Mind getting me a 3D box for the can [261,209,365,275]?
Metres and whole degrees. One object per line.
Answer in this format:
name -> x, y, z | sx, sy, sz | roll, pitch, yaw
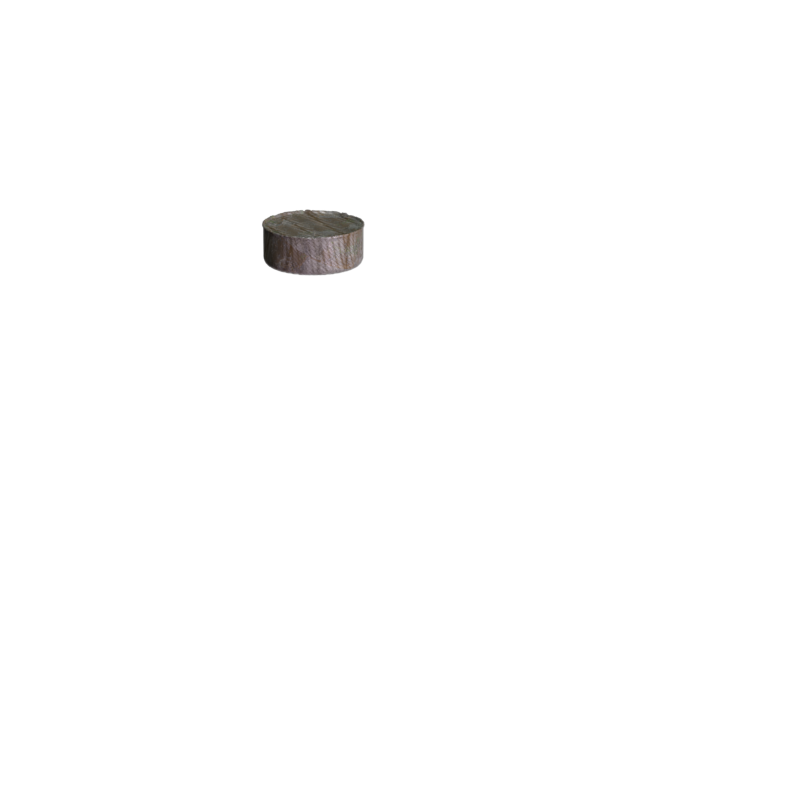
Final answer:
can -> -0.073, -0.133, 0.930 | 0.086, 0.032, 0.090 | -1, 23, -2
